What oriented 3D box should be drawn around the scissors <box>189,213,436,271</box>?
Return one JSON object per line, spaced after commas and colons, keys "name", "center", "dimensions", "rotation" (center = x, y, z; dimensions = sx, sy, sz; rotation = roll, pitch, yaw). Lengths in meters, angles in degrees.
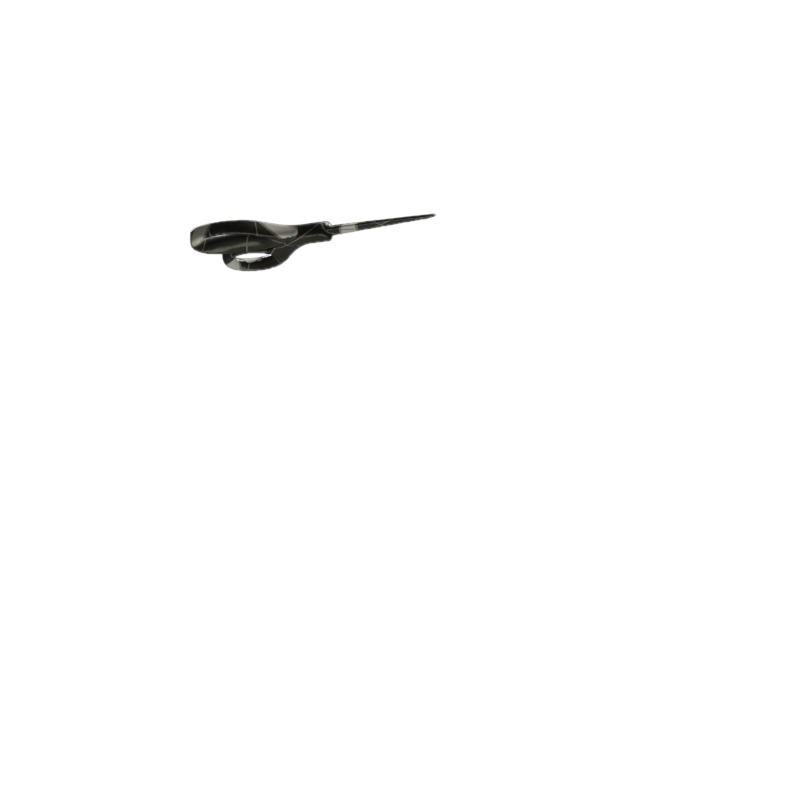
{"name": "scissors", "center": [-0.072, -0.131, 0.920], "dimensions": [0.203, 0.016, 0.092], "rotation": [-1, -15, 4]}
